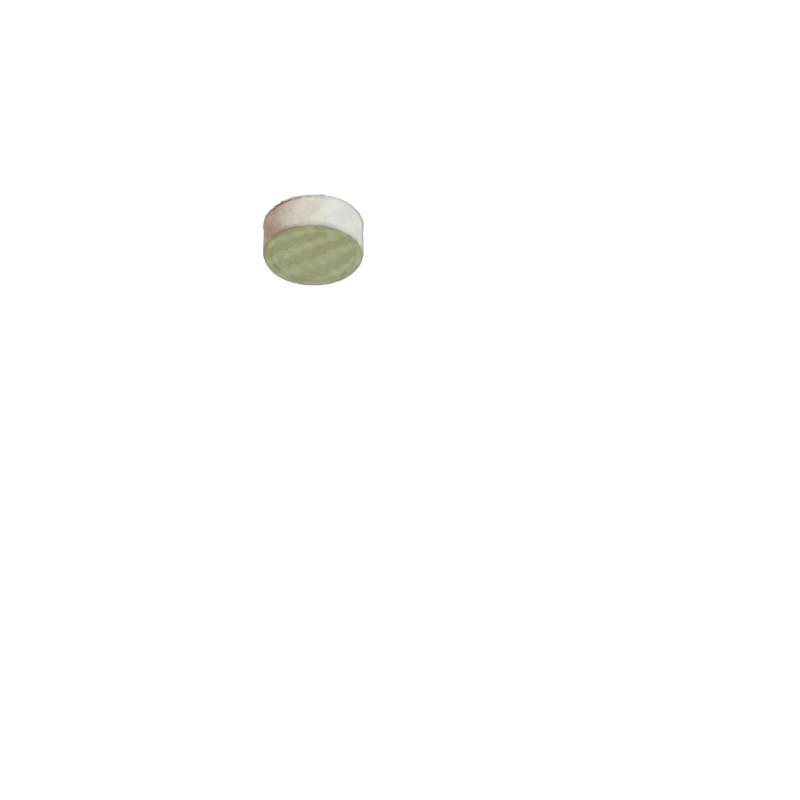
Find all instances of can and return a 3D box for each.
[{"bbox_3d":[-0.073,-0.133,0.934,0.086,0.036,0.080,1,-33,-2],"label":"can"}]
